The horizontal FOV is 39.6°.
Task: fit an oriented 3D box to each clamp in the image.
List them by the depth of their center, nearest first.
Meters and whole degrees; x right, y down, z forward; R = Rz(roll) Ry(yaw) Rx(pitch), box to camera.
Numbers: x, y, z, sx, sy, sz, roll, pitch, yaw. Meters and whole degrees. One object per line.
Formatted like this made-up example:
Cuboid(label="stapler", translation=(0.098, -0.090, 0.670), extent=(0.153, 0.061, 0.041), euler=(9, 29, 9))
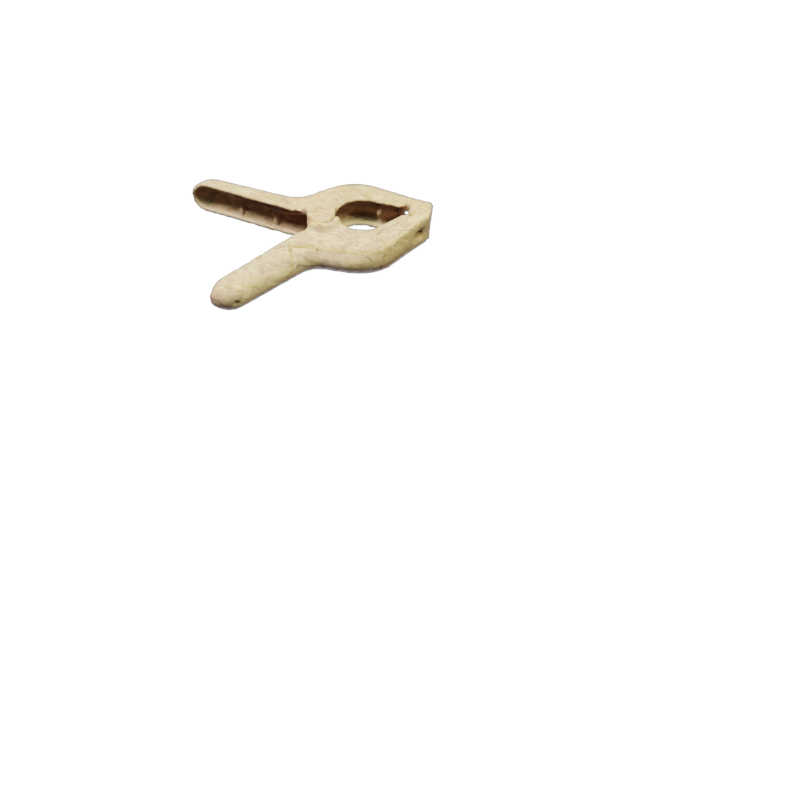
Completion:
Cuboid(label="clamp", translation=(-0.060, -0.110, 0.770), extent=(0.171, 0.129, 0.037), euler=(-2, -38, -2))
